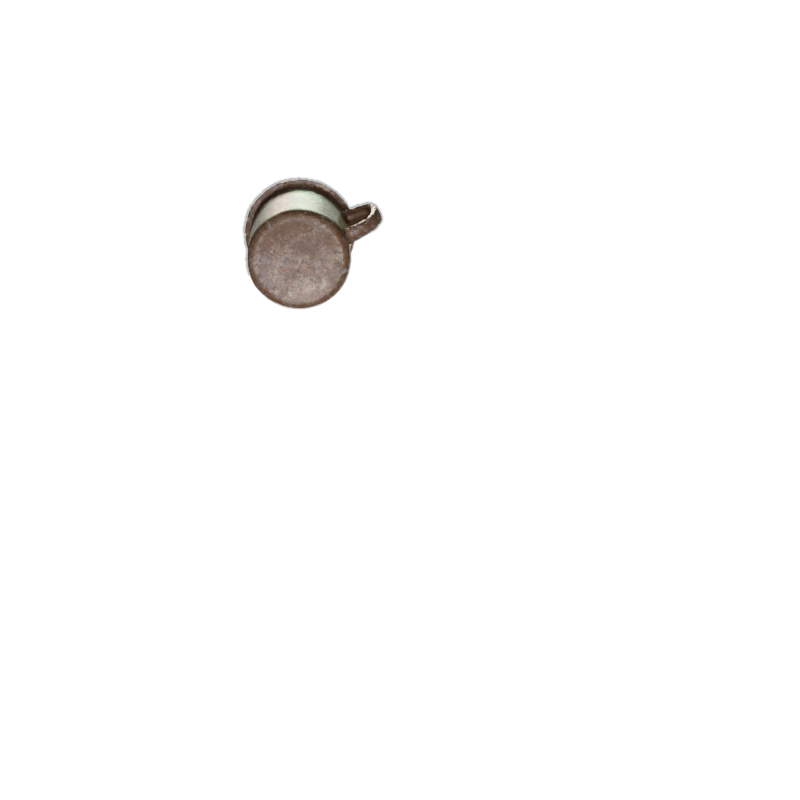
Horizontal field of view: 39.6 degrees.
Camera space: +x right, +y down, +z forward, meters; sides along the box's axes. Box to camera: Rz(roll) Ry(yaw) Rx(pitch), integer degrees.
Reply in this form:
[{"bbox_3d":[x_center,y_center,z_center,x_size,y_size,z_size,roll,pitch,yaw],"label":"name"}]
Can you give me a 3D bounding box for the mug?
[{"bbox_3d":[-0.070,-0.127,0.890,0.117,0.089,0.085,-19,20,5],"label":"mug"}]
